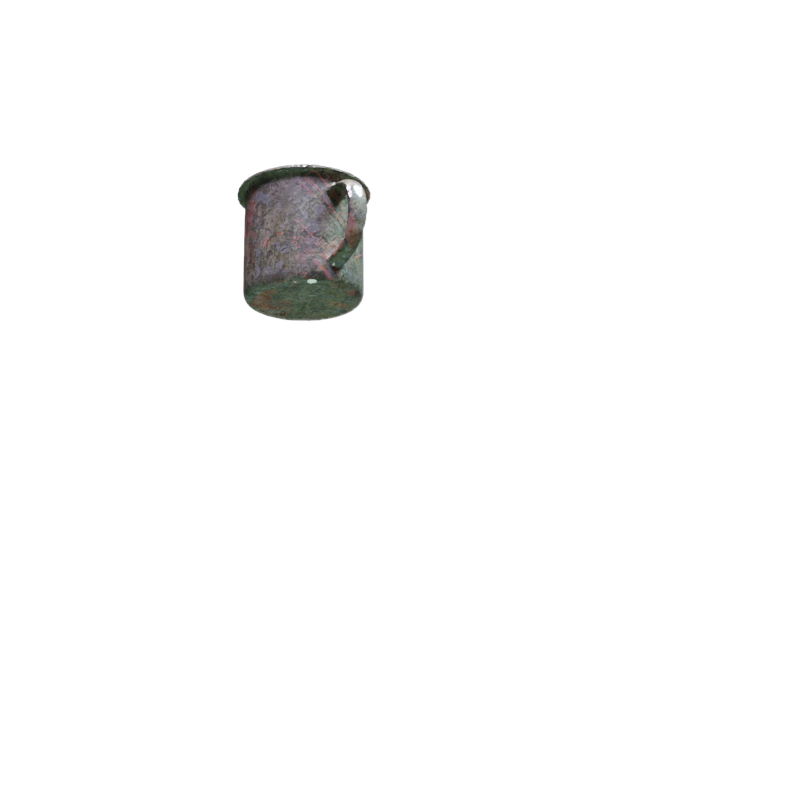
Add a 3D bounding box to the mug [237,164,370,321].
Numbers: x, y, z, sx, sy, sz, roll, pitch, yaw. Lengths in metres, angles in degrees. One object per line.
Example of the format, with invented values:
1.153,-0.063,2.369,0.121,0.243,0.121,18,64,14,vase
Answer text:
-0.059,-0.107,0.751,0.089,0.086,0.117,13,-24,-34,mug
